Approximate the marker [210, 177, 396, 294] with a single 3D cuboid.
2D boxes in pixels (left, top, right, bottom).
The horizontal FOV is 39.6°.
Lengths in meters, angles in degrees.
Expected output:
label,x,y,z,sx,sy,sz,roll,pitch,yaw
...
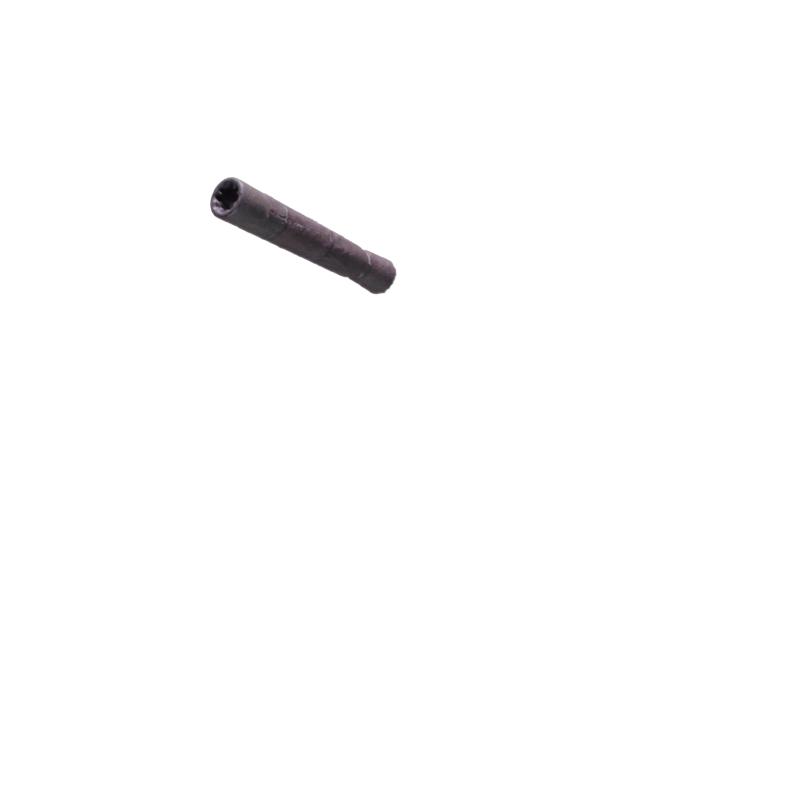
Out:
label,x,y,z,sx,sy,sz,roll,pitch,yaw
marker,-0.040,-0.073,0.511,0.021,0.020,0.113,3,-11,38
